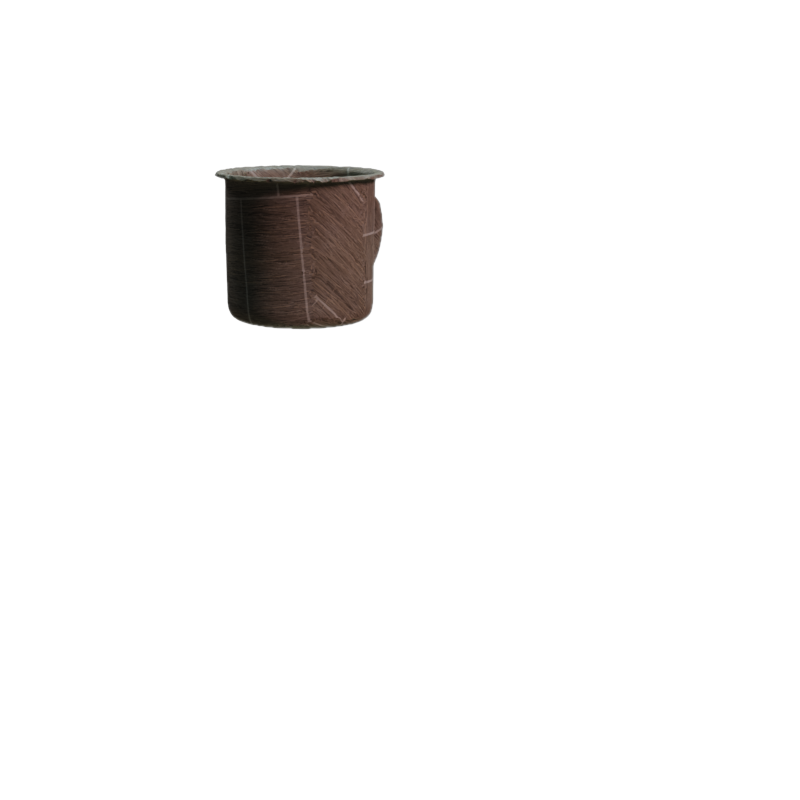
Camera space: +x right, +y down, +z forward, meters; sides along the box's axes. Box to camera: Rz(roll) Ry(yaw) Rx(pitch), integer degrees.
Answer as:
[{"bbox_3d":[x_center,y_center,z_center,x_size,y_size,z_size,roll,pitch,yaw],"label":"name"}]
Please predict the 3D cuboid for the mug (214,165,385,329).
[{"bbox_3d":[-0.049,-0.089,0.624,0.097,0.080,0.115,9,16,33],"label":"mug"}]
